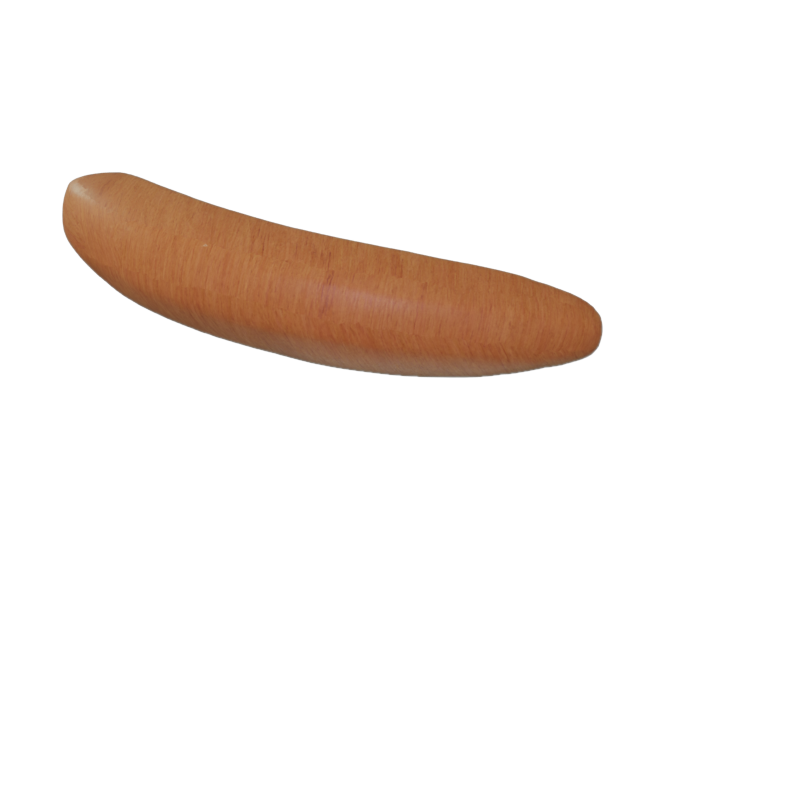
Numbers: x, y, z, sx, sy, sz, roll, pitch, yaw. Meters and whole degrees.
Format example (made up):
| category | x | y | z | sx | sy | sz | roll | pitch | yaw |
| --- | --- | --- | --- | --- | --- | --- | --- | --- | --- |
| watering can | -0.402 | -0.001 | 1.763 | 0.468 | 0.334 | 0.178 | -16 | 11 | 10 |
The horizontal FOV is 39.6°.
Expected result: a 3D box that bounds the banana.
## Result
| category | x | y | z | sx | sy | sz | roll | pitch | yaw |
| --- | --- | --- | --- | --- | --- | --- | --- | --- | --- |
| banana | -0.041 | -0.043 | 0.343 | 0.209 | 0.035 | 0.070 | 22 | 38 | 30 |
